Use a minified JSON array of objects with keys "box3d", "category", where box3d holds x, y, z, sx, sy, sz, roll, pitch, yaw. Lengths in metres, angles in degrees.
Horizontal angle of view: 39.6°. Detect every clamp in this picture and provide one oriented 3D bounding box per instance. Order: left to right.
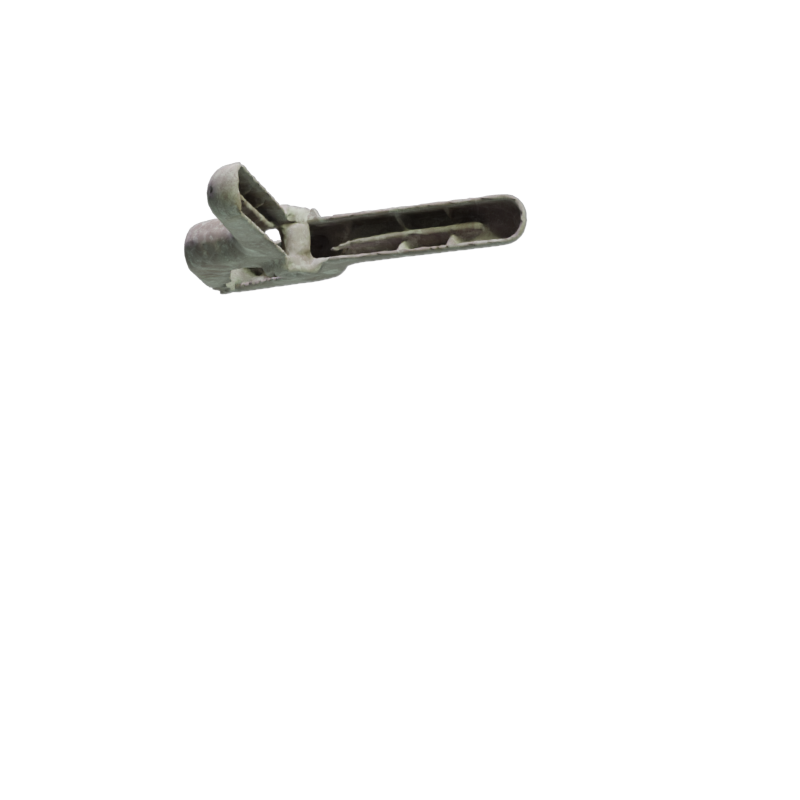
[{"box3d":[-0.046,-0.084,0.590,0.160,0.037,0.212,2,-4,-23],"category":"clamp"}]
